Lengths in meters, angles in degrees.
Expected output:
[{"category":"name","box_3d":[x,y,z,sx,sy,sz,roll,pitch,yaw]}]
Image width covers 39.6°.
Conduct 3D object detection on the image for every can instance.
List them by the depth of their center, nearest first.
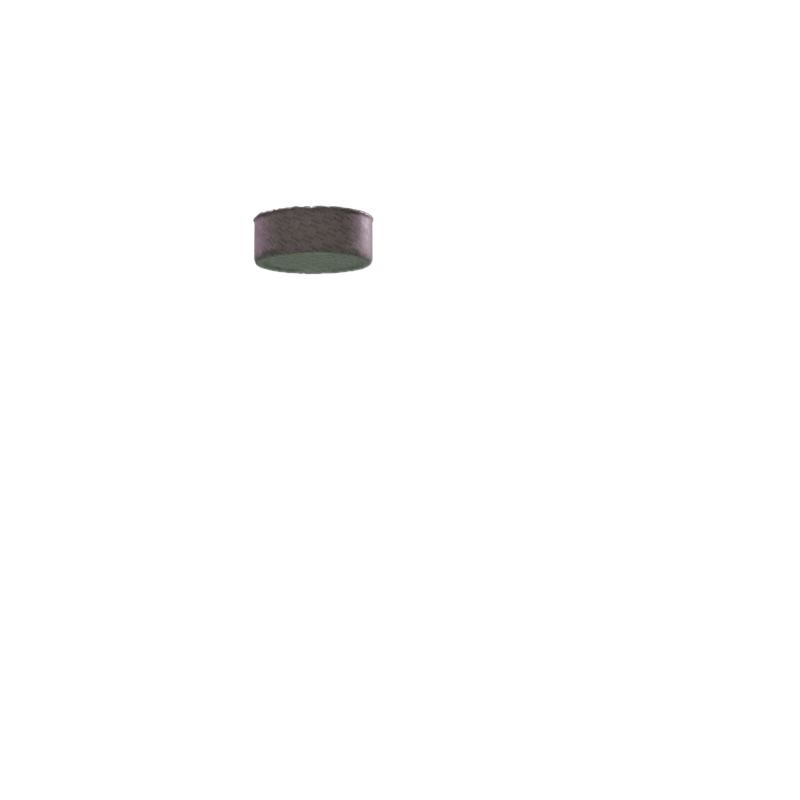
[{"category":"can","box_3d":[-0.062,-0.113,0.789,0.086,0.034,0.084,0,-5,-2]}]
